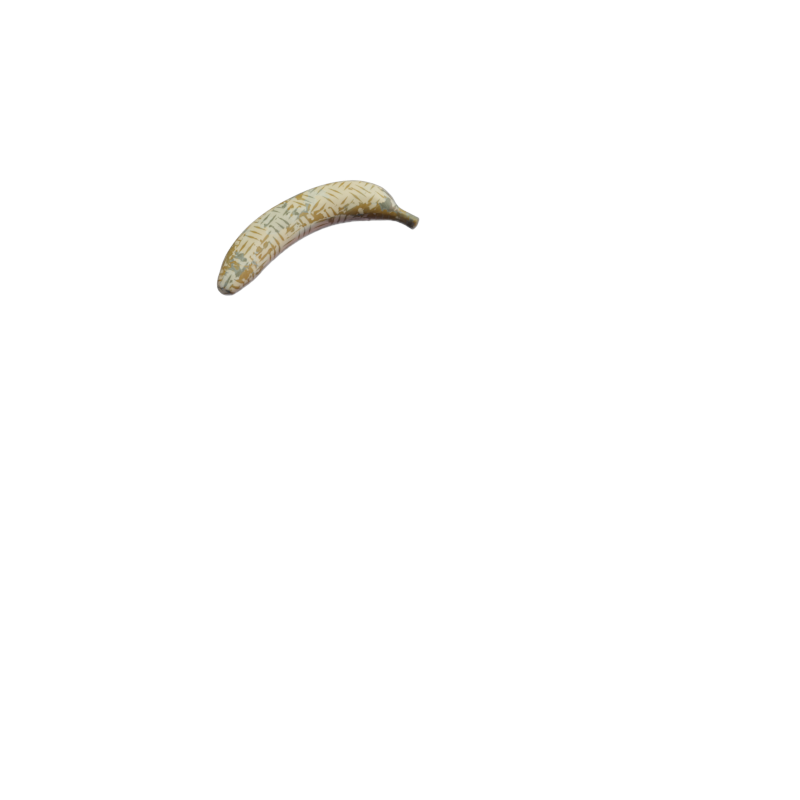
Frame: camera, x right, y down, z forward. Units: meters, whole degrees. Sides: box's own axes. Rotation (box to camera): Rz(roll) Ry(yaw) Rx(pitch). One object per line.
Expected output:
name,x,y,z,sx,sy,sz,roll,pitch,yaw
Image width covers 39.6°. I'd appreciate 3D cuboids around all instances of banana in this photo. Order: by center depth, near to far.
banana,-0.082,-0.153,0.980,0.196,0.075,0.034,-24,-36,-19
